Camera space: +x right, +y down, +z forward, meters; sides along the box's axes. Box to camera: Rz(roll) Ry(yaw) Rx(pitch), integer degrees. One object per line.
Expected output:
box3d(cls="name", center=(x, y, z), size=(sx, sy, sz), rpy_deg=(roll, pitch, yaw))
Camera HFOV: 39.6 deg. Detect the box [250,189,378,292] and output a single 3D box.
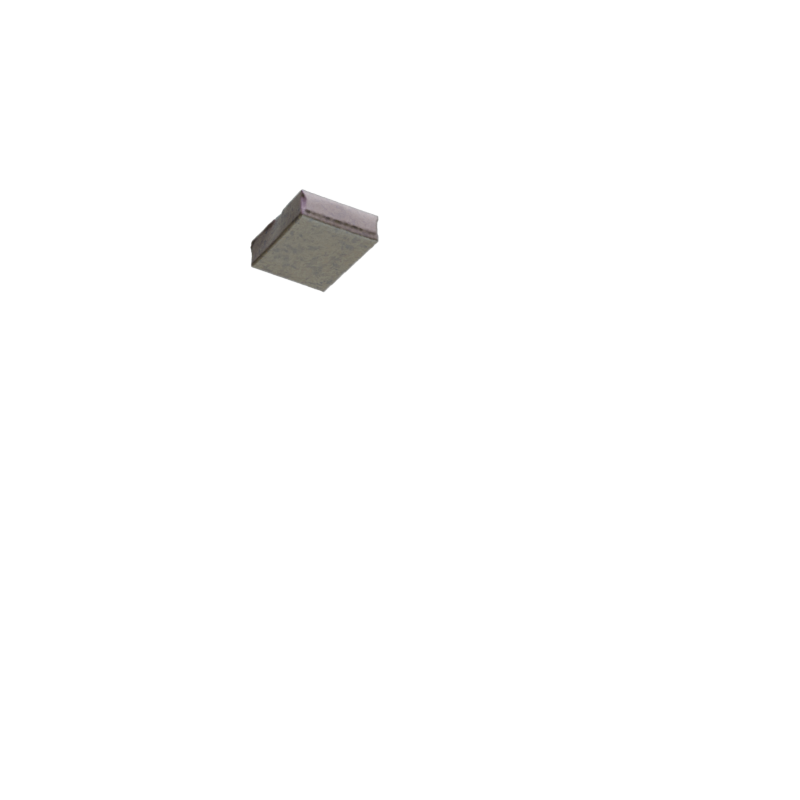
box3d(cls="box", center=(-0.072, -0.130, 0.913), size=(0.070, 0.032, 0.088), rpy_deg=(17, -34, -28))
